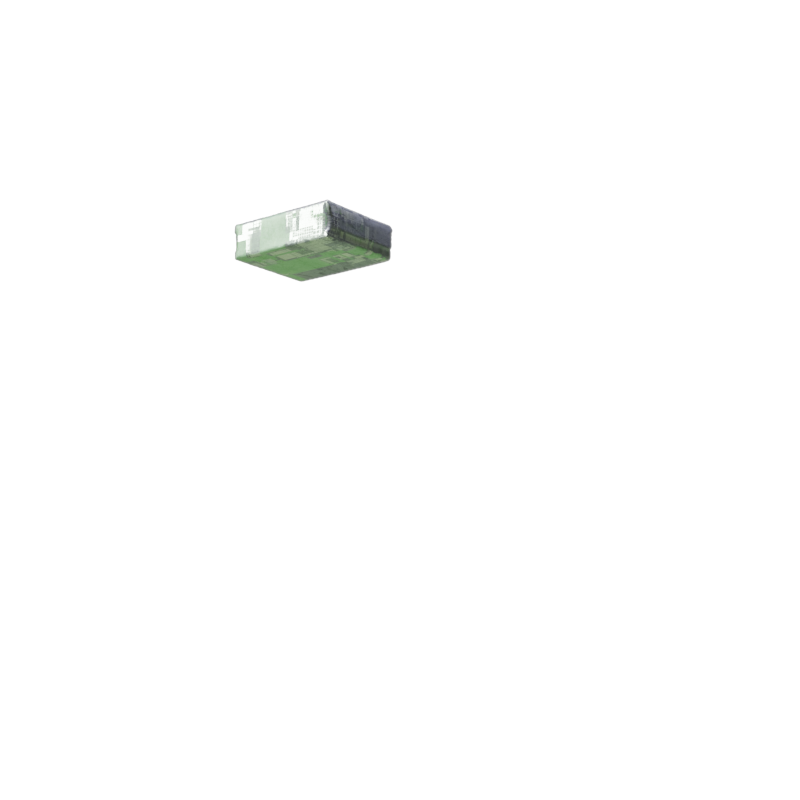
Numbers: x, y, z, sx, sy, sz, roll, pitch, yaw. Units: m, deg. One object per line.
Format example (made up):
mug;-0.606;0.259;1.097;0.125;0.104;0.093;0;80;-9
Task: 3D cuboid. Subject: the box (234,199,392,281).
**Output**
box;-0.062;-0.113;0.793;0.091;0.031;0.069;-9;-15;37
